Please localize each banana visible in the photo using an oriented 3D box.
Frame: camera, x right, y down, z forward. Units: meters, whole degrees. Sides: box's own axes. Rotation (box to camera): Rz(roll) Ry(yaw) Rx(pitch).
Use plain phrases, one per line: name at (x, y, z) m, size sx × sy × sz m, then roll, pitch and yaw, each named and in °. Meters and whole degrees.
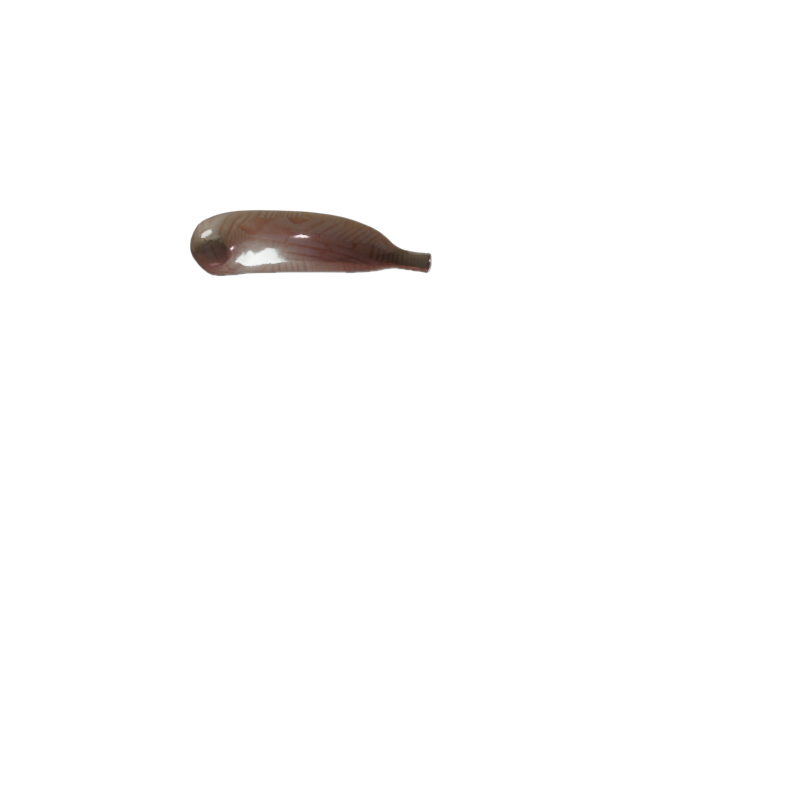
banana at (-0.061, -0.089, 0.624) m, size 0.072 × 0.036 × 0.191 m, roll 4°, pitch 8°, yaw 35°
